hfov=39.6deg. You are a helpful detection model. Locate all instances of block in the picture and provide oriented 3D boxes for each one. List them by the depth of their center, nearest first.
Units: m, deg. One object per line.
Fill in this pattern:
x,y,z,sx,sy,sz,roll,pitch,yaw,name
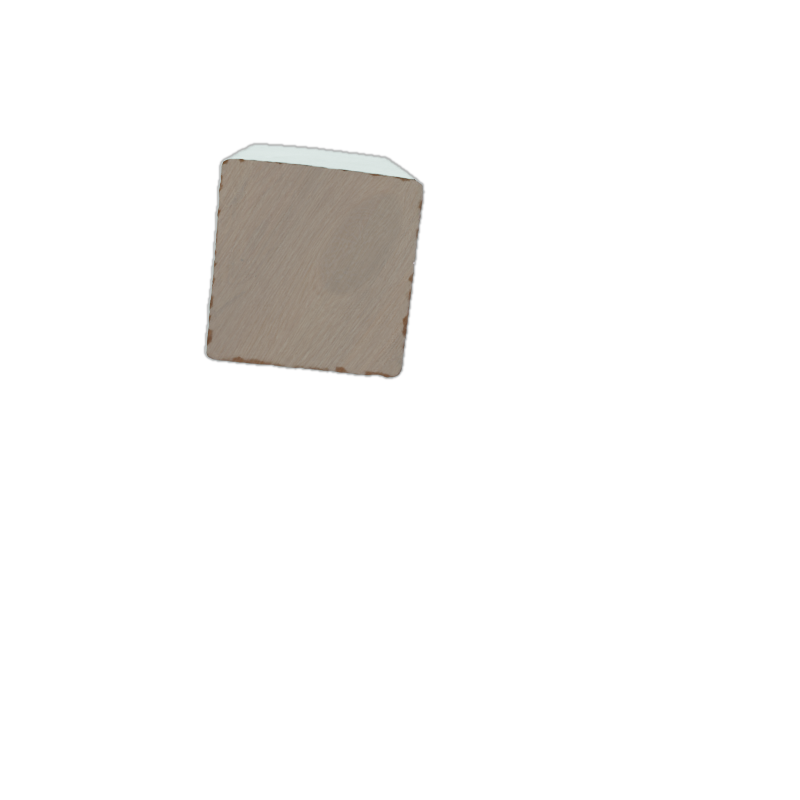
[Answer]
-0.045,-0.083,0.582,0.090,0.089,0.212,6,13,-5,block
